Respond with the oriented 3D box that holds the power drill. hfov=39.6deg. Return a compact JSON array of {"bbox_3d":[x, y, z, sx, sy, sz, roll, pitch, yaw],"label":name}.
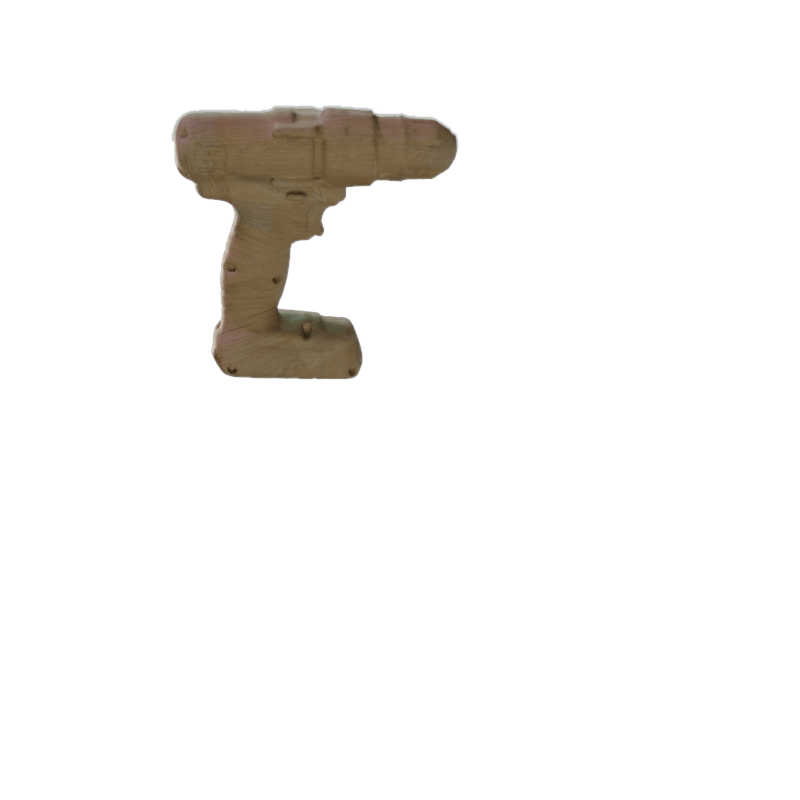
[{"bbox_3d":[-0.059,-0.107,0.750,0.184,0.178,0.060,2,24,-1],"label":"power drill"}]
